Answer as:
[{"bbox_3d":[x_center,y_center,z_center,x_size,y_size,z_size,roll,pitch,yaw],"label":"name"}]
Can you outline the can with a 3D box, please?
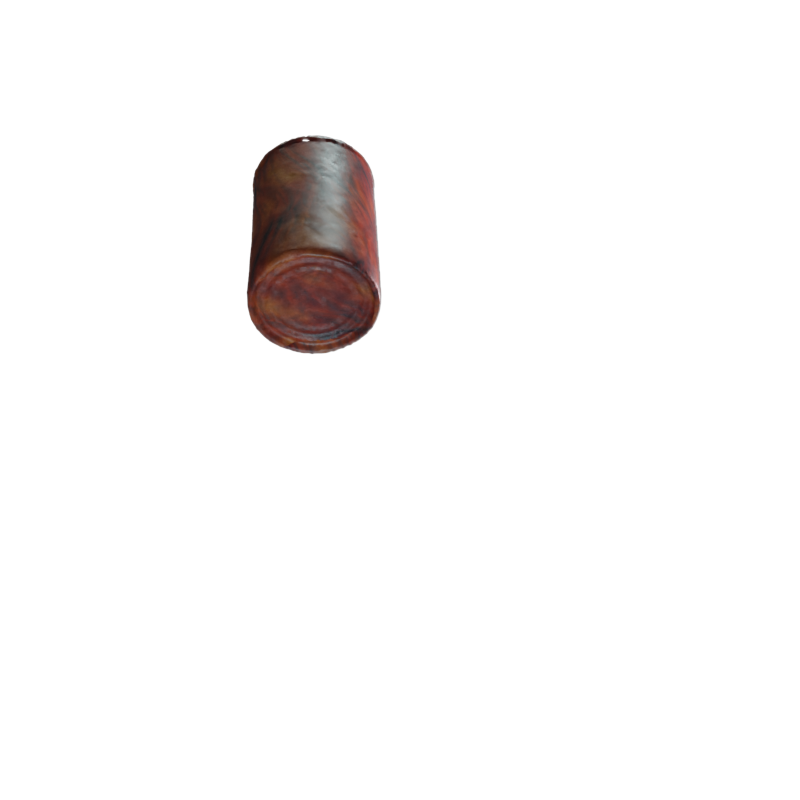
[{"bbox_3d":[-0.045,-0.083,0.578,0.068,0.064,0.110,-1,42,-3],"label":"can"}]
